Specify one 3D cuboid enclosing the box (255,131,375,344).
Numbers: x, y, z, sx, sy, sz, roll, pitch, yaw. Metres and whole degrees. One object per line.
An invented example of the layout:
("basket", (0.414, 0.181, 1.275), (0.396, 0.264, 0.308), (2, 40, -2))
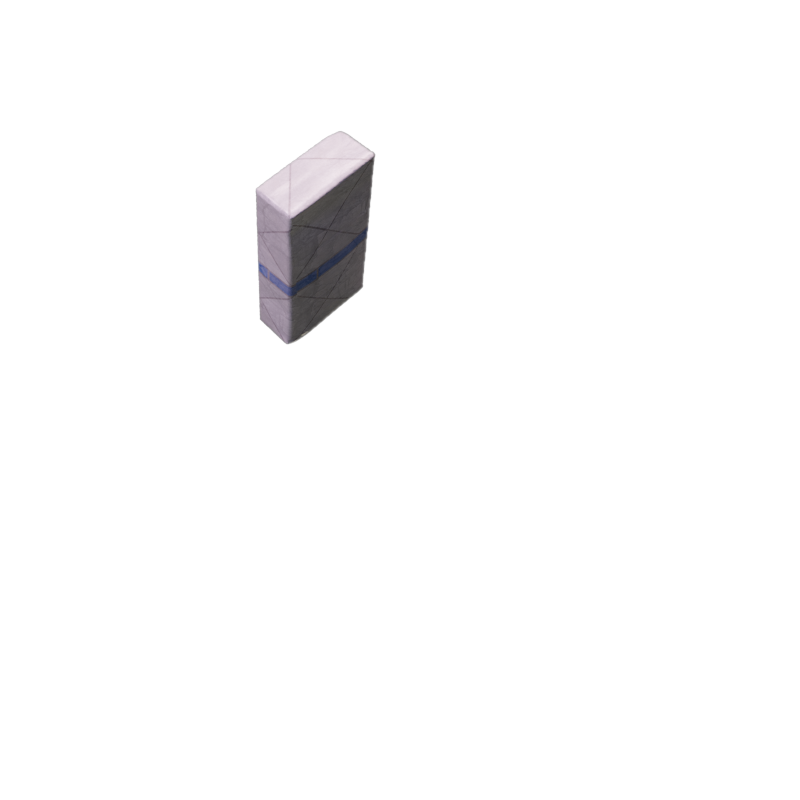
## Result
("box", (-0.070, -0.128, 0.894), (0.051, 0.094, 0.165), (38, -29, 20))
